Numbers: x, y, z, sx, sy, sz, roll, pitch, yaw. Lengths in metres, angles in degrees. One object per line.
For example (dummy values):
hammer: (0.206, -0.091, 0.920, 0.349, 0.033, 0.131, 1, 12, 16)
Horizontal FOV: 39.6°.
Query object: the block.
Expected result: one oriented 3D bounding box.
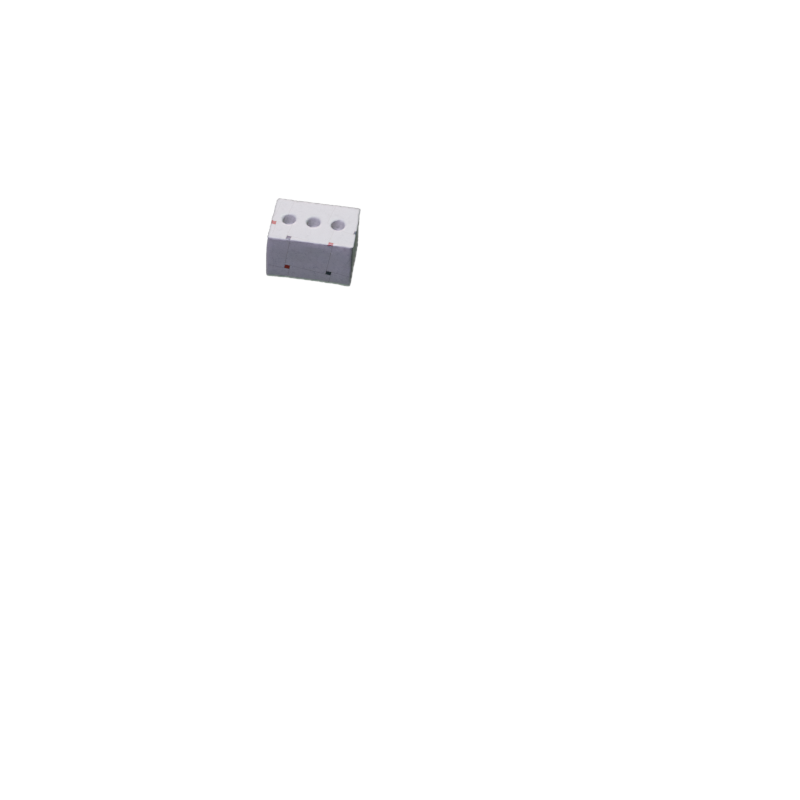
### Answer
block: (-0.078, -0.141, 0.991, 0.079, 0.056, 0.048, 7, -40, 5)
